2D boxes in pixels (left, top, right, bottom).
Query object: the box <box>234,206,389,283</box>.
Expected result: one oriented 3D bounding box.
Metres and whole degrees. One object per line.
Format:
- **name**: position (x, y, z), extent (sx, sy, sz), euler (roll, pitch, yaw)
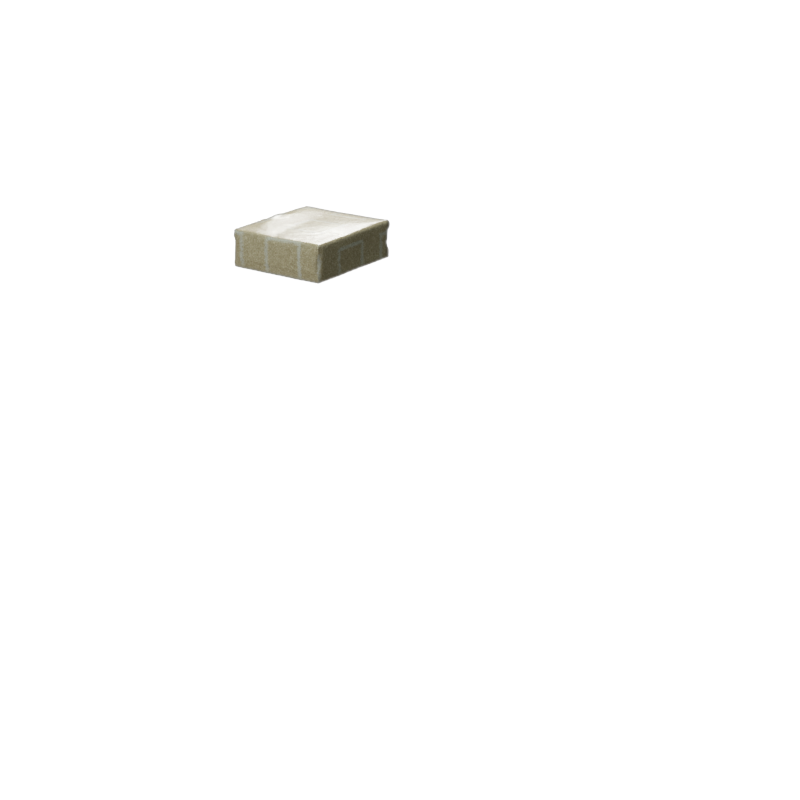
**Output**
- **box**: position (-0.061, -0.111, 0.775), extent (0.077, 0.029, 0.089), euler (14, 26, 31)
